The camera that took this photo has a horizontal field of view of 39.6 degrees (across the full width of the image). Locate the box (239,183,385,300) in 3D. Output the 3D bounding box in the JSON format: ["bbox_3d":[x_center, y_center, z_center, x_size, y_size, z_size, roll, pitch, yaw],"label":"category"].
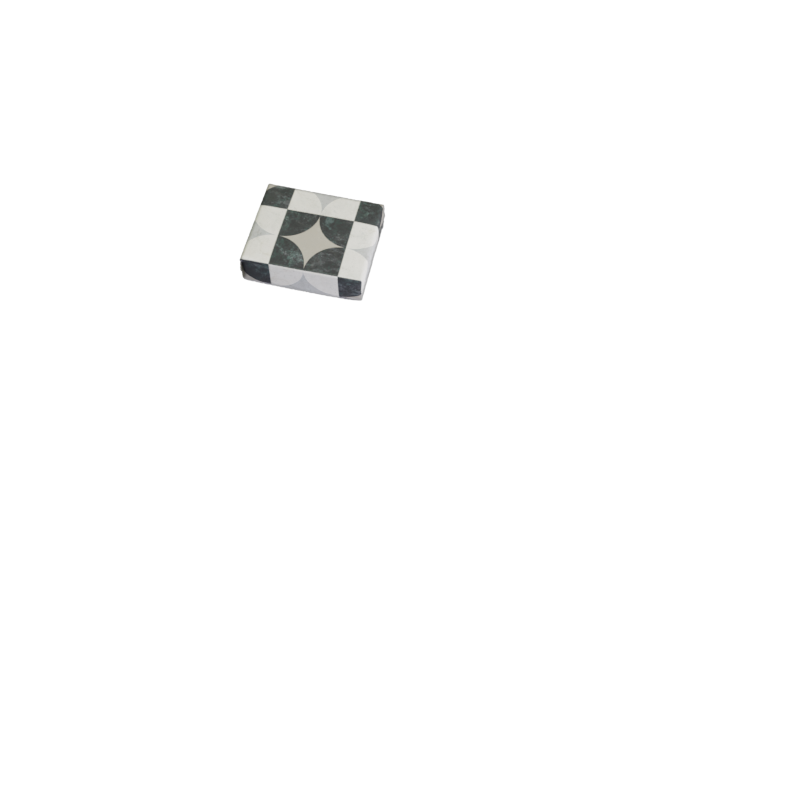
[{"bbox_3d":[-0.078,-0.142,0.997,0.115,0.095,0.036,12,-33,7],"label":"box"}]
